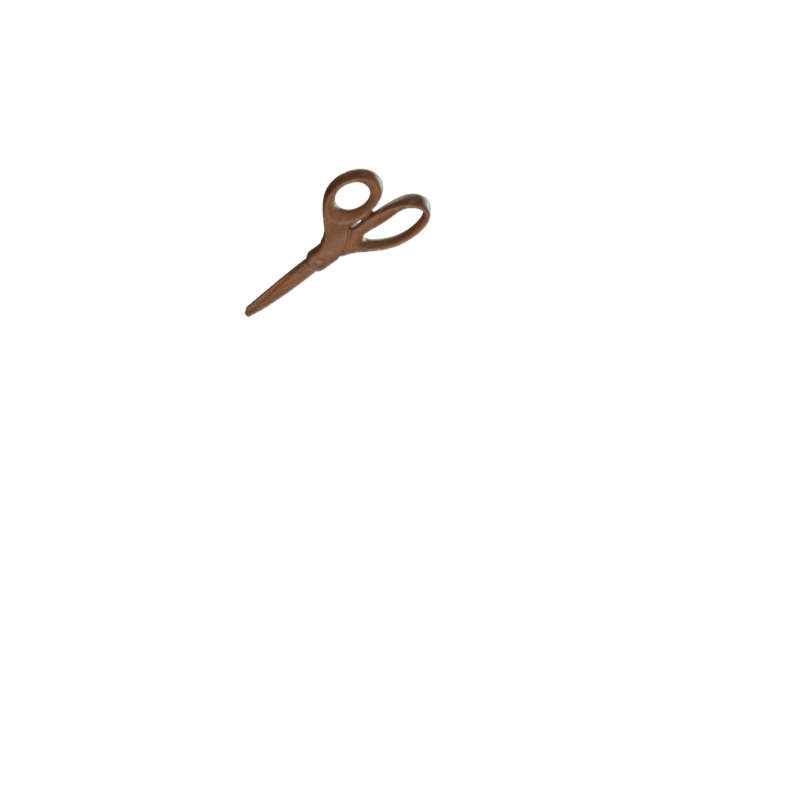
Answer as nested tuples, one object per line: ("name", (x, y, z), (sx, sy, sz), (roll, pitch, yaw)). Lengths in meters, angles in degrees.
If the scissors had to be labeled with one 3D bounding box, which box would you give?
("scissors", (-0.072, -0.131, 0.921), (0.203, 0.017, 0.089), (-21, -45, 23))
